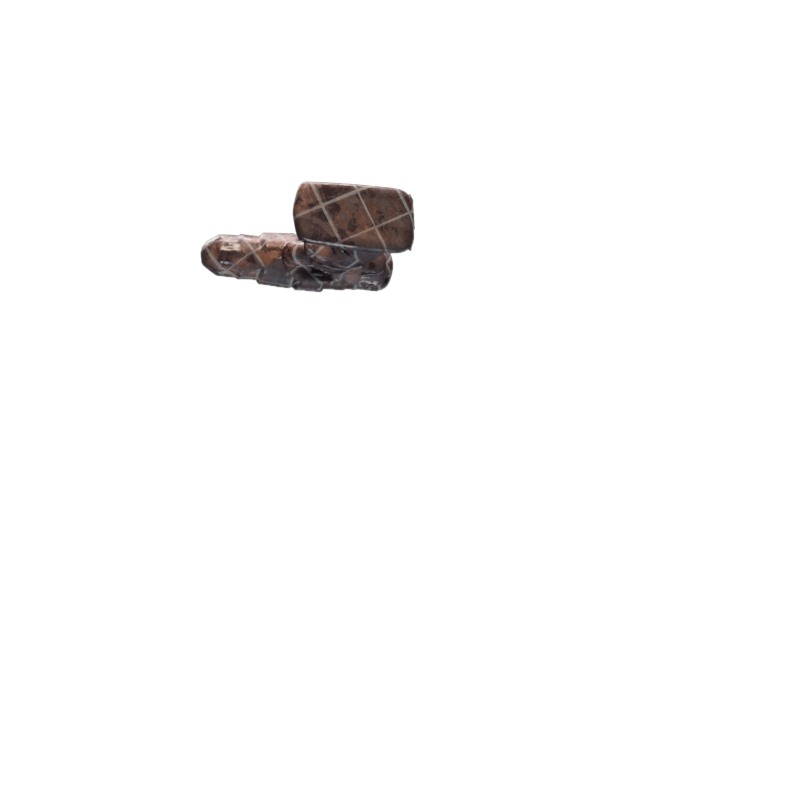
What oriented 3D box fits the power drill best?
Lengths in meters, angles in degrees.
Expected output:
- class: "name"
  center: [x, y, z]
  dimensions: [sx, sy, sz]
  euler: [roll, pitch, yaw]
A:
- class: "power drill"
  center: [-0.078, -0.142, 0.993]
  dimensions: [0.181, 0.059, 0.187]
  euler: [2, -7, -15]
